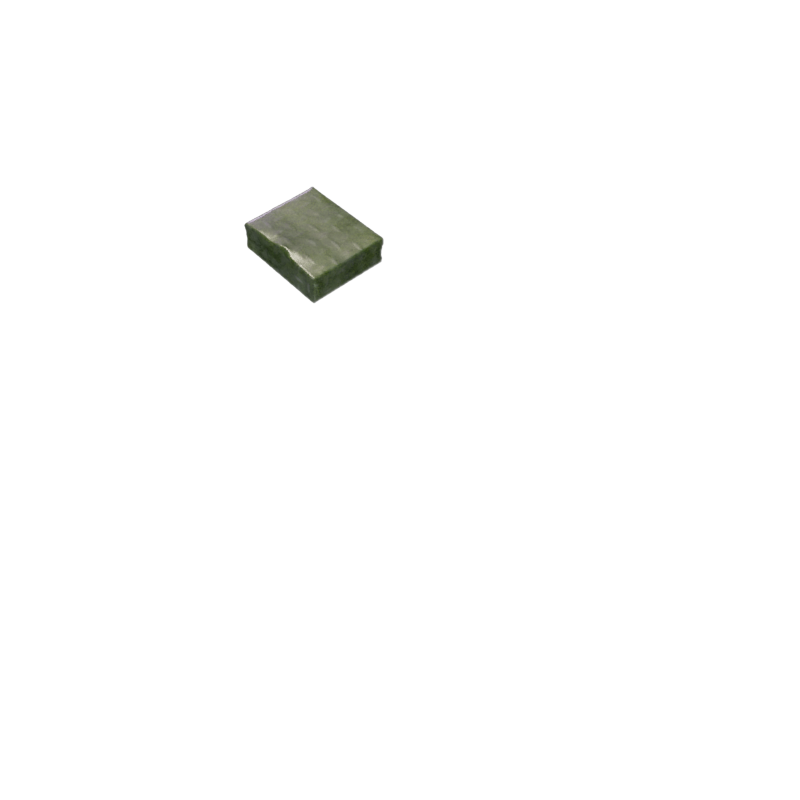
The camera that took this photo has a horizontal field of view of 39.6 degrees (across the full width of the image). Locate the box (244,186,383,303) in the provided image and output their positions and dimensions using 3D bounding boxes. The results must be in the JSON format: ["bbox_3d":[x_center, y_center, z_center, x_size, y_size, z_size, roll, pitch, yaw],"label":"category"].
[{"bbox_3d":[-0.070,-0.127,0.890,0.073,0.028,0.096,-32,55,-27],"label":"box"}]
